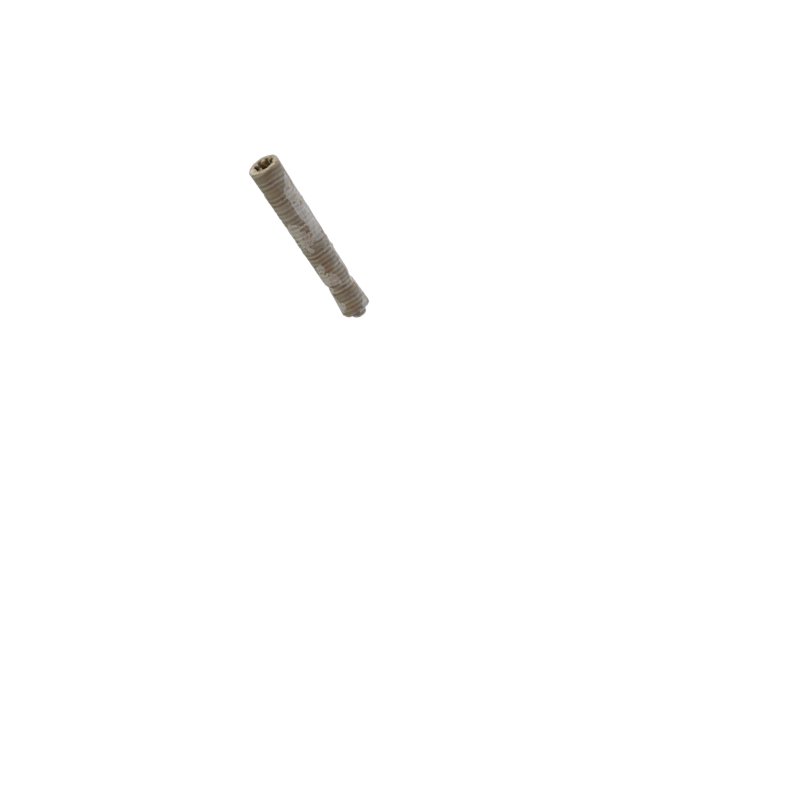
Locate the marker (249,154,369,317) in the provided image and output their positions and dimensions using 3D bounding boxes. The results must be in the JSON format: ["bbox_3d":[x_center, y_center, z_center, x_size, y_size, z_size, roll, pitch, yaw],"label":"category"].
[{"bbox_3d":[-0.052,-0.095,0.662,0.020,0.113,0.021,-24,32,15],"label":"marker"}]
